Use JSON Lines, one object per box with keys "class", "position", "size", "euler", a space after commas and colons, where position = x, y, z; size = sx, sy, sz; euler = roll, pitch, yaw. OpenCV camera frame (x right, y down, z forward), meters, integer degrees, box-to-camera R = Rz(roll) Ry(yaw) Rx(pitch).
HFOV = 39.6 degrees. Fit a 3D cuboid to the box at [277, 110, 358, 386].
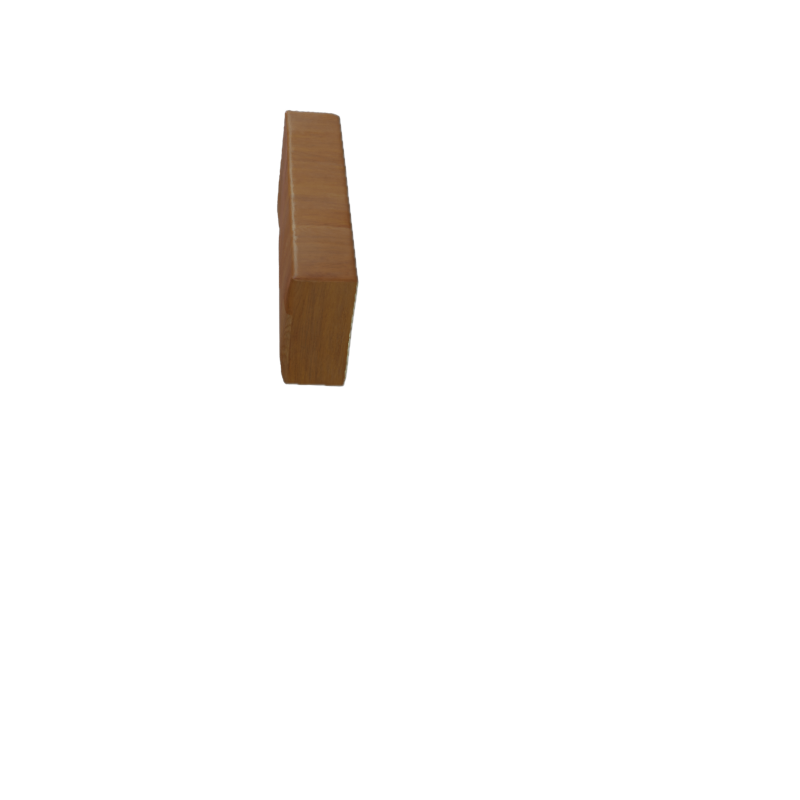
{"class": "box", "position": [-0.057, -0.104, 0.727], "size": [0.048, 0.087, 0.189], "euler": [3, 44, -7]}
